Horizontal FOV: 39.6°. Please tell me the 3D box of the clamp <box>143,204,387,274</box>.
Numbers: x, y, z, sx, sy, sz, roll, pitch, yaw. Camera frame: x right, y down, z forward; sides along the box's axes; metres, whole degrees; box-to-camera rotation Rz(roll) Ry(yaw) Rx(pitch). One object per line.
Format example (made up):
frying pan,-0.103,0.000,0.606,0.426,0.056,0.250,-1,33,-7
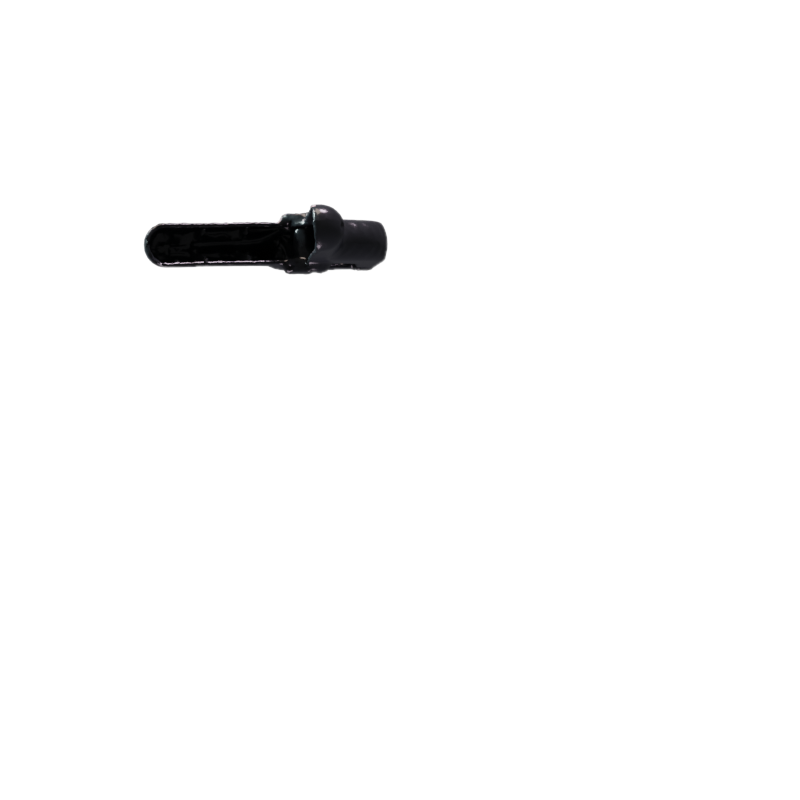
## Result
clamp,-0.051,-0.093,0.648,0.125,0.039,0.166,5,10,35
